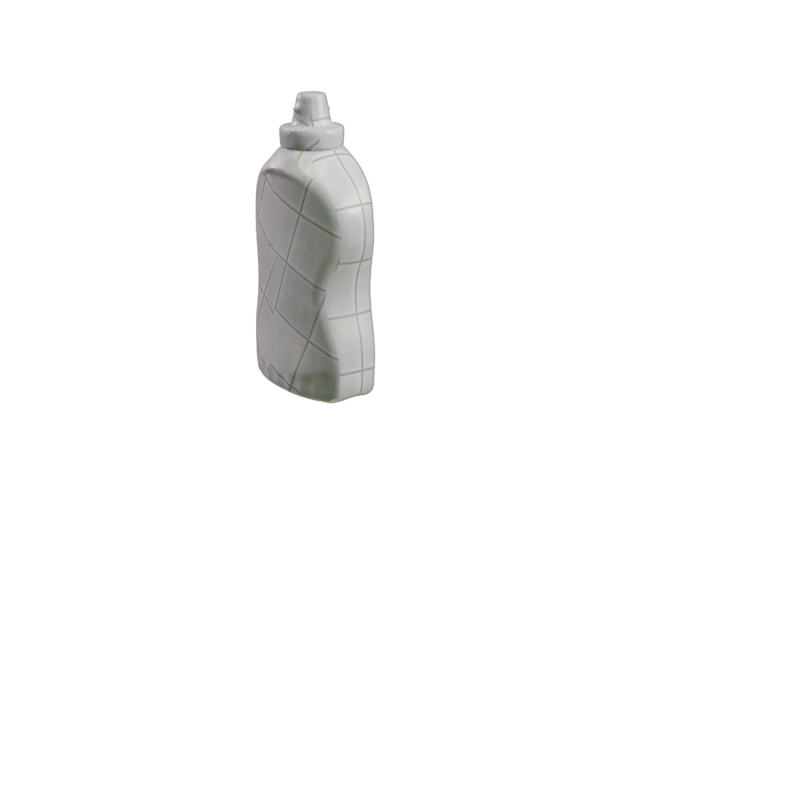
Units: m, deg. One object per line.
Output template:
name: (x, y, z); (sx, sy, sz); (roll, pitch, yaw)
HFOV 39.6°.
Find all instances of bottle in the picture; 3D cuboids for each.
bottle: (-0.056, -0.102, 0.712); (0.057, 0.185, 0.102); (-10, 19, -35)
